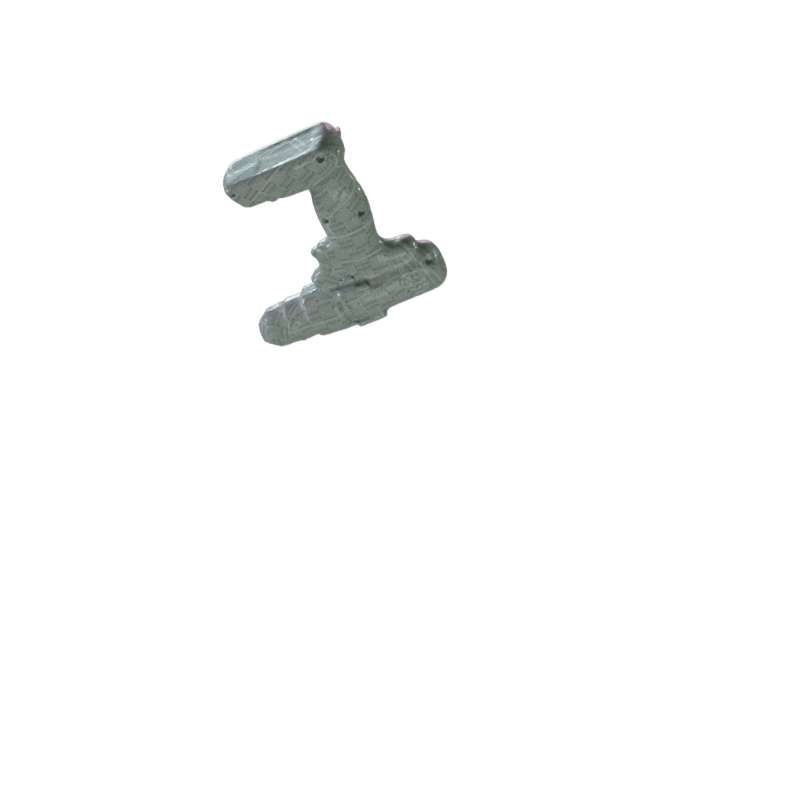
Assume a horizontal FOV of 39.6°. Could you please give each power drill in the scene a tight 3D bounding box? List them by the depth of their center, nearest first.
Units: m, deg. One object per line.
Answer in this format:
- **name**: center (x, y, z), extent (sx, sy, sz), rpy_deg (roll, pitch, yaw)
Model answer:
- **power drill**: center (-0.076, -0.138, 0.968), extent (0.185, 0.174, 0.061), rpy_deg (-22, 35, 17)
